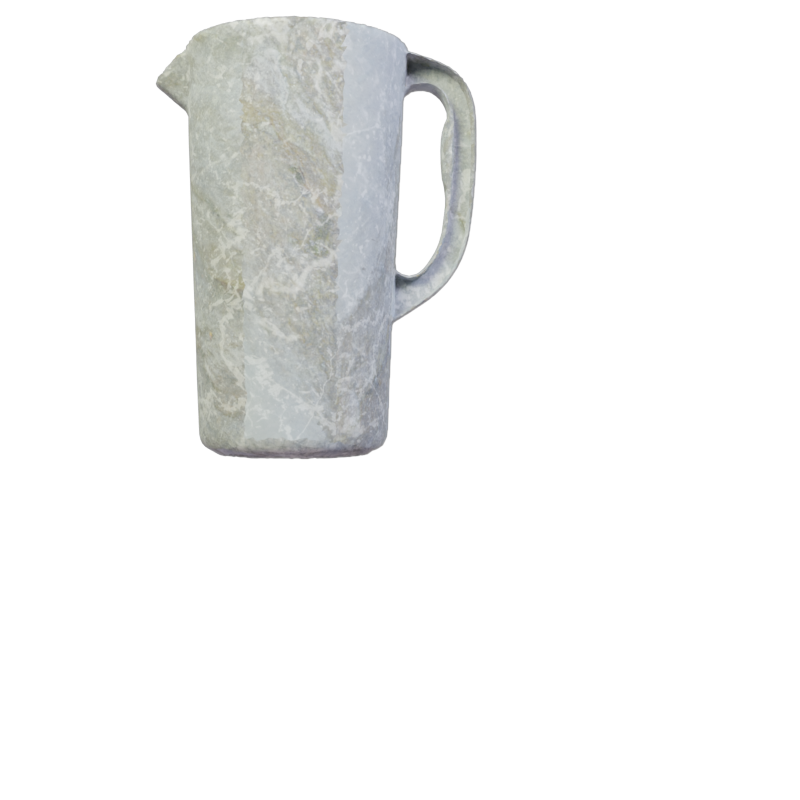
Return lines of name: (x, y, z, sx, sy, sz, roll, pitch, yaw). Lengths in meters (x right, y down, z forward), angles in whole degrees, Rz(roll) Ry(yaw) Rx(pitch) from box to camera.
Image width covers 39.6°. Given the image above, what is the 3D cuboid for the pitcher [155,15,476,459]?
pitcher: (-0.051, -0.092, 0.646, 0.154, 0.246, 0.138, -4, -6, 44)
